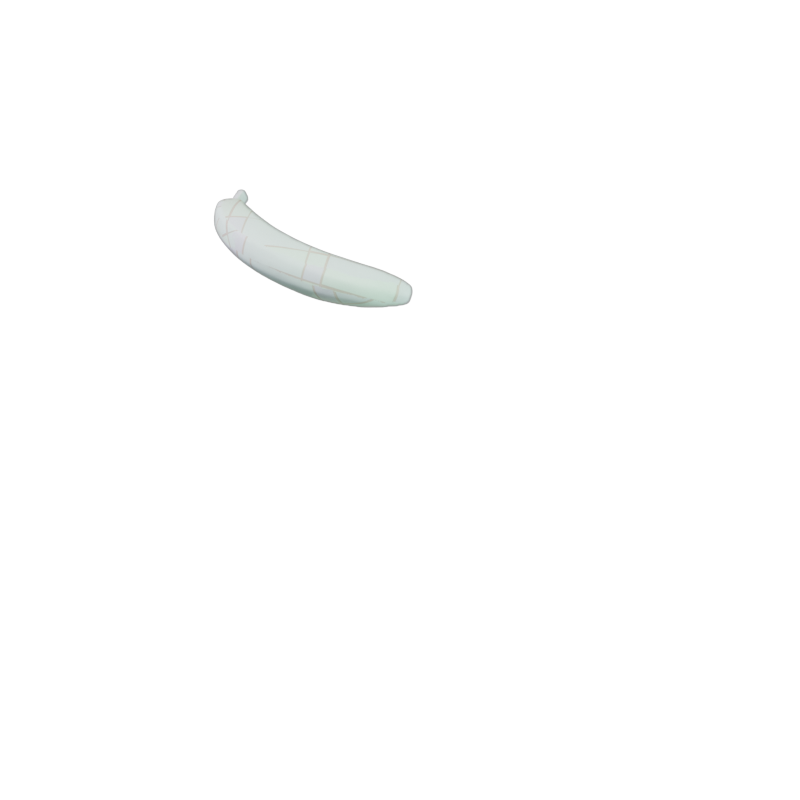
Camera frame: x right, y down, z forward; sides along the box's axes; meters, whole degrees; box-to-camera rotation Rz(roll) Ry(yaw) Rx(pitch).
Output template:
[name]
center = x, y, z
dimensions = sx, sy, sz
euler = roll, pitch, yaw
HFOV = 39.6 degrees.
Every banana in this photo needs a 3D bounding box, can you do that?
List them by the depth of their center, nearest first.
[banana]
center = -0.083, -0.116, 0.860
dimensions = 0.070, 0.034, 0.211
euler = -34, 52, -32
